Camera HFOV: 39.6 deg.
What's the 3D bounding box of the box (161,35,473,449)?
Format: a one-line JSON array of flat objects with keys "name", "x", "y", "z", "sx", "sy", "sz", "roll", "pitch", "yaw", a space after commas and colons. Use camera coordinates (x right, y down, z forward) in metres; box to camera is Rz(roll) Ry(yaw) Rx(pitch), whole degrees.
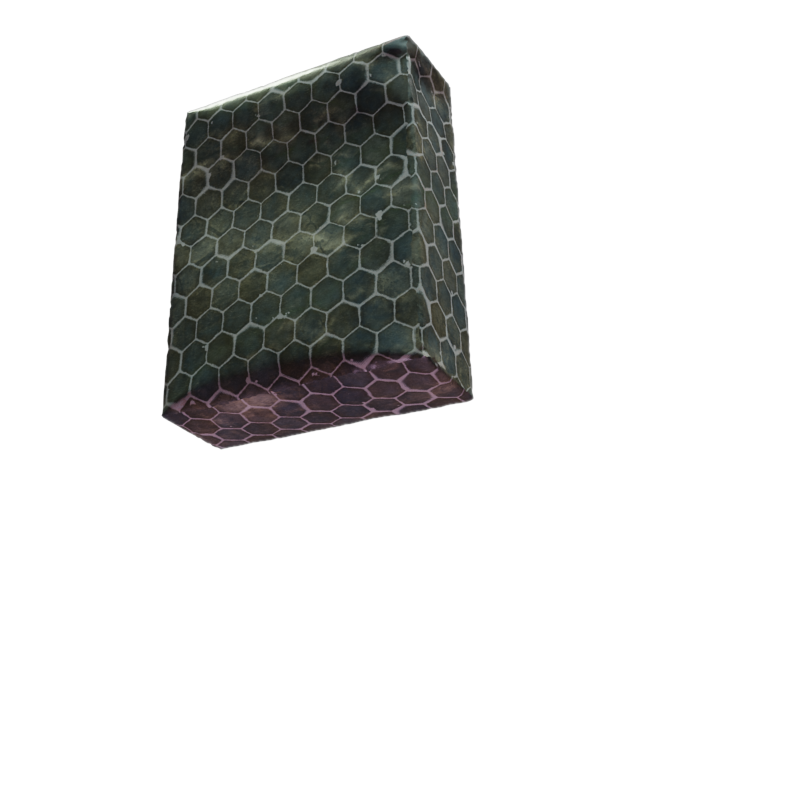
[{"name": "box", "x": -0.051, "y": -0.093, "z": 0.654, "sx": 0.166, "sy": 0.227, "sz": 0.067, "roll": -14, "pitch": -30, "yaw": 23}]
